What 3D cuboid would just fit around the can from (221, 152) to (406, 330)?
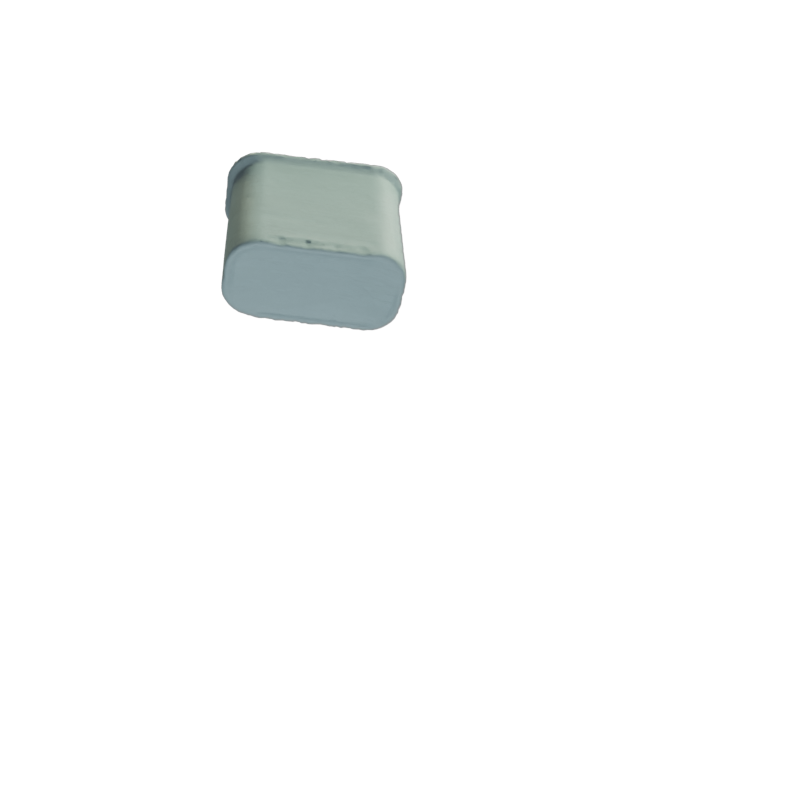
[{"bbox_3d":[-0.048,-0.088,0.615,0.101,0.054,0.090,6,41,-7],"label":"can"}]
